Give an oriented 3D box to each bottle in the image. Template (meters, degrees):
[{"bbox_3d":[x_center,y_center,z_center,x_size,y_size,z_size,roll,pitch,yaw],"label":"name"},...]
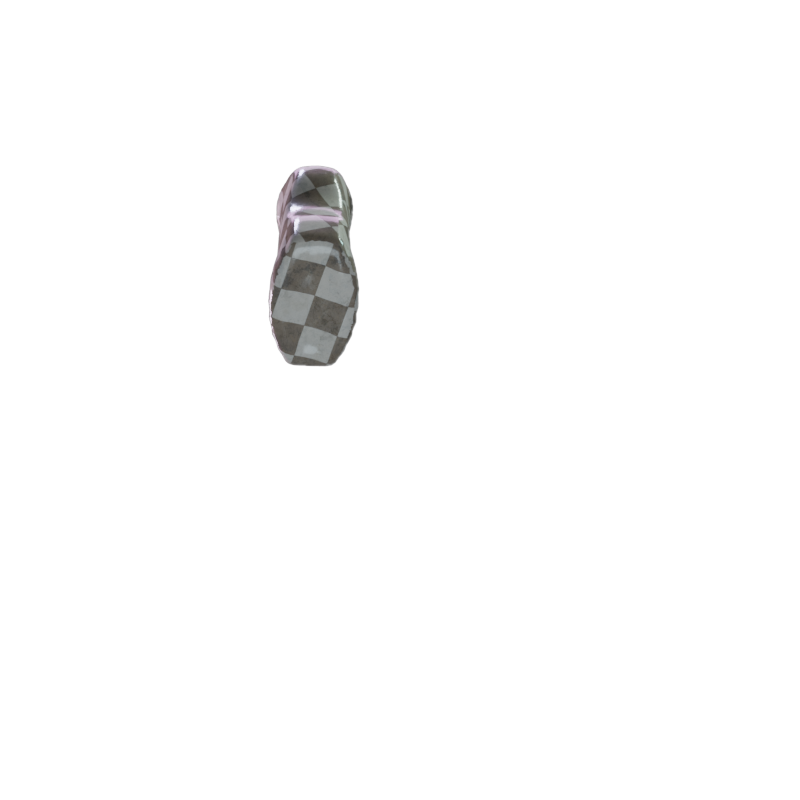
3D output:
[{"bbox_3d":[-0.061,-0.112,0.786,0.058,0.090,0.204,0,32,-4],"label":"bottle"}]
